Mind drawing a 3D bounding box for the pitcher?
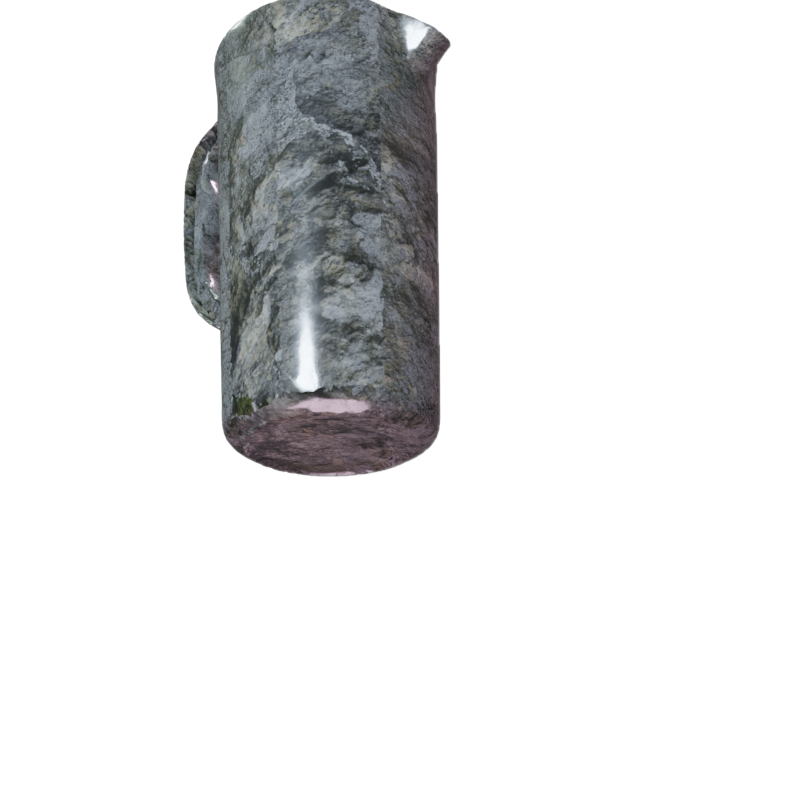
[{"bbox_3d":[-0.048,-0.087,0.609,0.143,0.258,0.142,3,-28,-9],"label":"pitcher"}]
